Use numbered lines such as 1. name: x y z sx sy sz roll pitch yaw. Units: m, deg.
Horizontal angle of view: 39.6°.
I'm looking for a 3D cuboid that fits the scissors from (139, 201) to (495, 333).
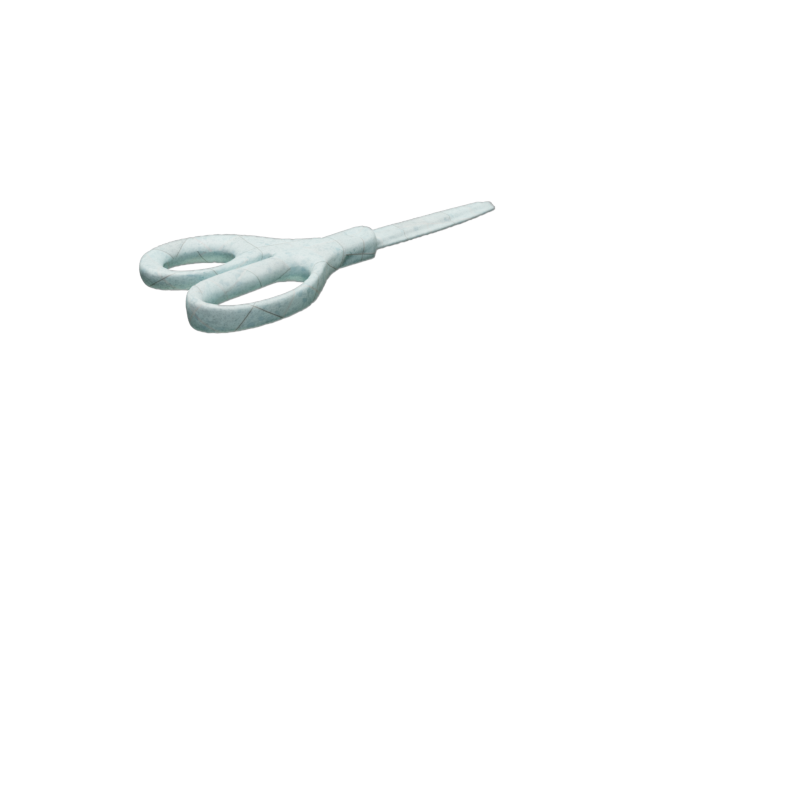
1. scissors: -0.042 -0.077 0.537 0.101 0.015 0.202 16 31 28
